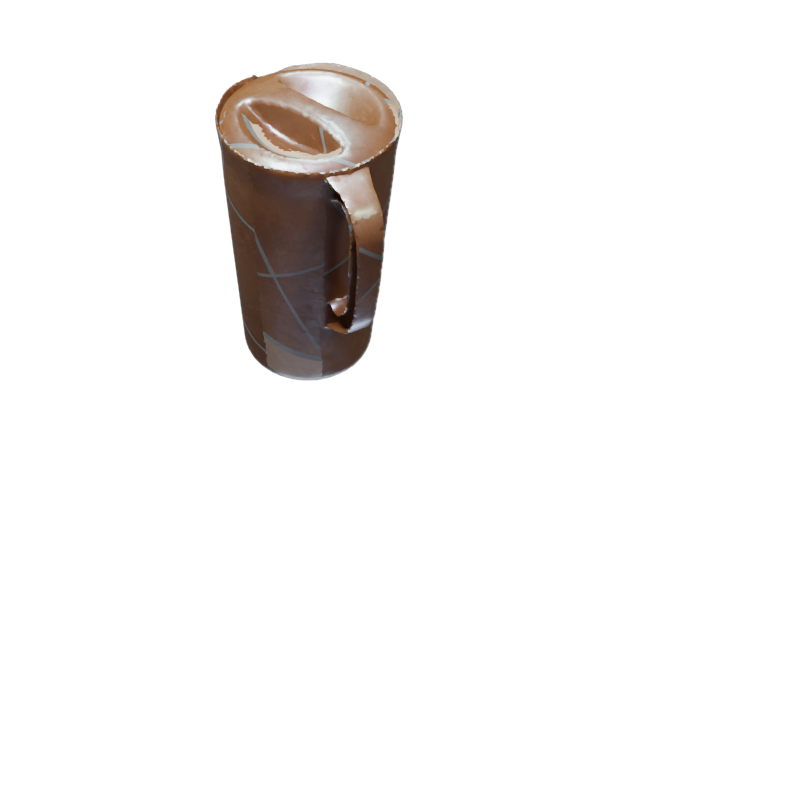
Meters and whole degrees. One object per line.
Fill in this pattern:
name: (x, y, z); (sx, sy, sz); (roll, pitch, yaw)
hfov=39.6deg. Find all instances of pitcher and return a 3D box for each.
pitcher: (-0.067, -0.122, 0.854); (0.148, 0.226, 0.156); (15, 48, 11)
